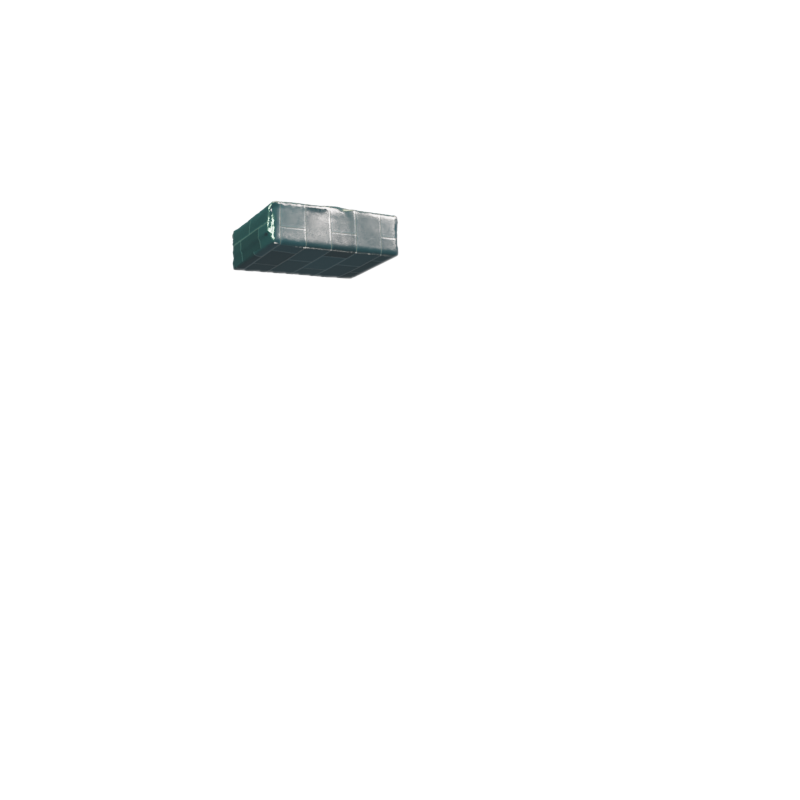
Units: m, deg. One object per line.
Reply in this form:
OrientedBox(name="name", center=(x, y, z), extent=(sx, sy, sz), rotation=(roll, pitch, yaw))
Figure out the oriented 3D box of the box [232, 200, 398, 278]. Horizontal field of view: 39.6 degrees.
OrientedBox(name="box", center=(-0.056, -0.103, 0.720), extent=(0.086, 0.031, 0.073), rotation=(4, -9, -24))
